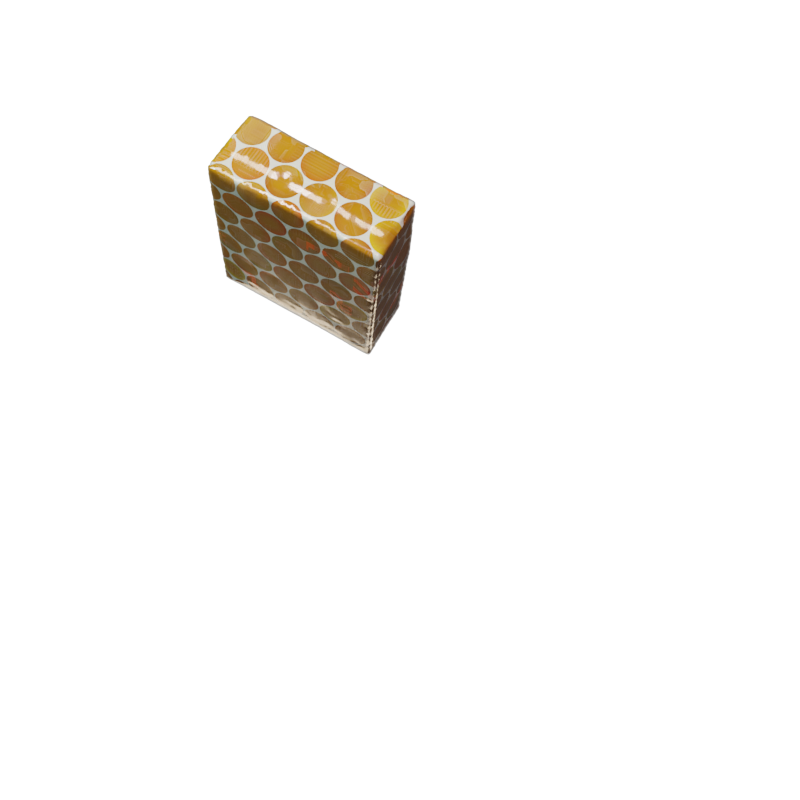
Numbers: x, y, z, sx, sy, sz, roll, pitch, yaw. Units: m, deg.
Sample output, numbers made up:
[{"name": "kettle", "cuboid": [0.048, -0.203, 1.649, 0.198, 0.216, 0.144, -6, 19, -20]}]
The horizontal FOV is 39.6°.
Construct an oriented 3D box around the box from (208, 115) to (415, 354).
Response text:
[{"name": "box", "cuboid": [-0.077, -0.141, 0.985, 0.169, 0.074, 0.203, 30, -20, 9]}]
